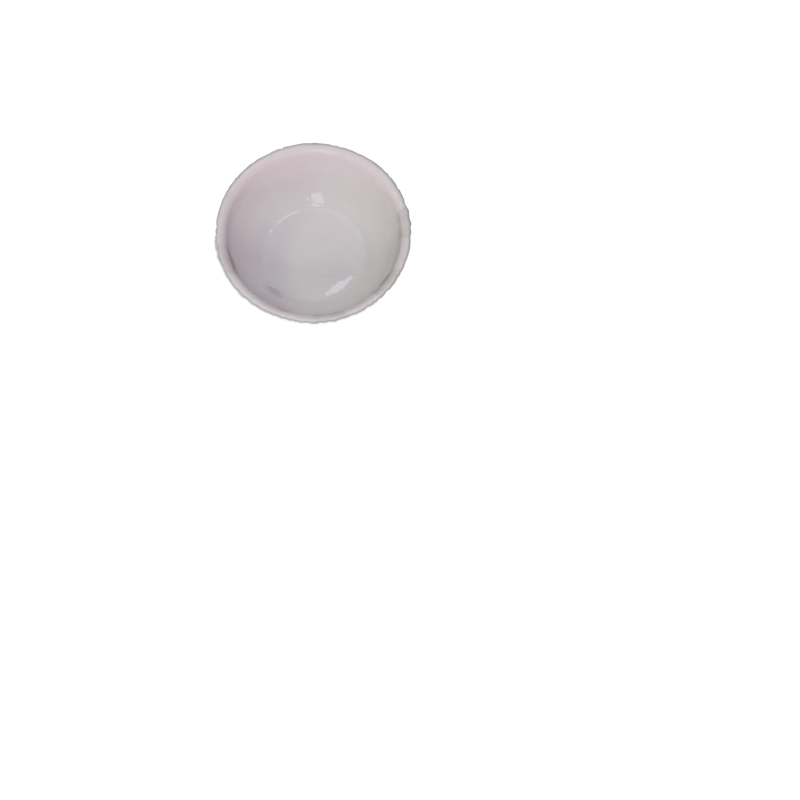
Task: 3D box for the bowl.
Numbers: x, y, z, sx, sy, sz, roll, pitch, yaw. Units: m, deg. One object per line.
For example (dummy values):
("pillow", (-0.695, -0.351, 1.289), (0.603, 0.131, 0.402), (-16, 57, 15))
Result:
("bowl", (-0.073, -0.134, 0.937), (0.162, 0.170, 0.052), (-1, -21, -1))
